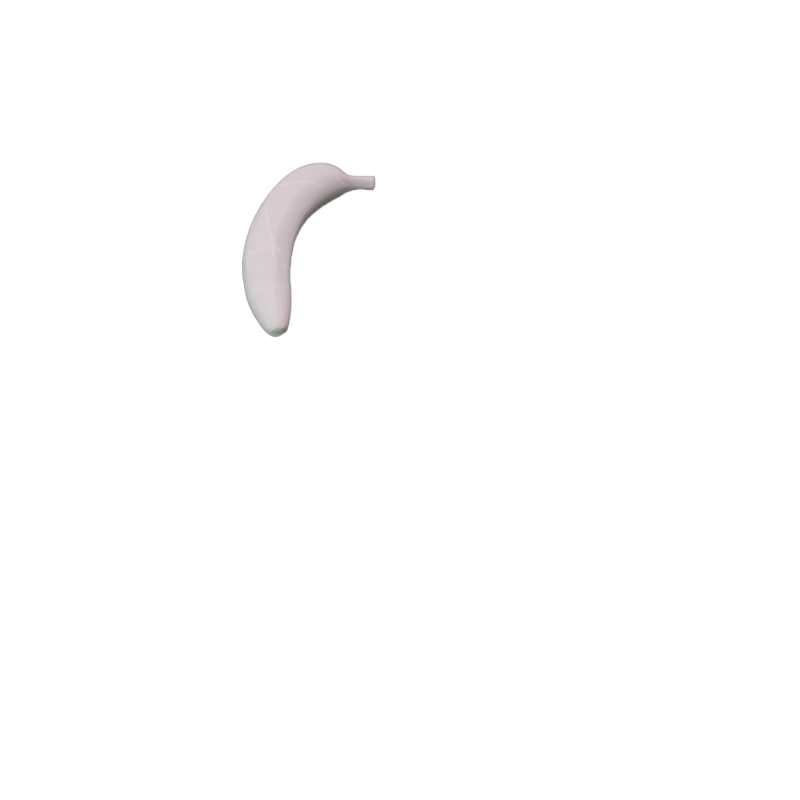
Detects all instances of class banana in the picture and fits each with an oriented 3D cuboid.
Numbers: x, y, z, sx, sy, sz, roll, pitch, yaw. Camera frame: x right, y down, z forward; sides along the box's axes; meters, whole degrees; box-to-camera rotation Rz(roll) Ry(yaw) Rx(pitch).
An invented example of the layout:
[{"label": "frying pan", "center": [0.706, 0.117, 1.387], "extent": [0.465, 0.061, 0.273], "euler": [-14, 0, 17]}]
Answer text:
[{"label": "banana", "center": [-0.083, -0.130, 0.859], "extent": [0.071, 0.206, 0.034], "euler": [15, -41, 13]}]
